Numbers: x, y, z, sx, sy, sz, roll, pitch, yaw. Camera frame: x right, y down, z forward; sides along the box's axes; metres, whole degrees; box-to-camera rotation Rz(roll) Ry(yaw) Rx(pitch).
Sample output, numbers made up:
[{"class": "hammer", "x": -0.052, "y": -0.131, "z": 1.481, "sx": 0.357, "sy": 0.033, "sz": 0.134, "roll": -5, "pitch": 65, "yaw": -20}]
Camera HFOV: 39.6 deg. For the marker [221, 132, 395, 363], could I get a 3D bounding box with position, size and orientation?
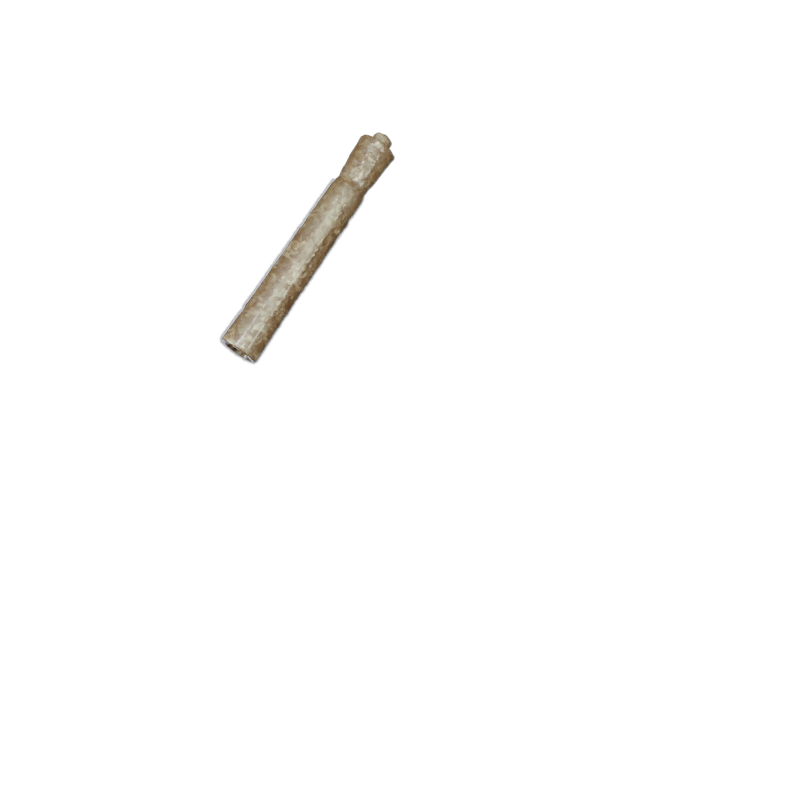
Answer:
[{"class": "marker", "x": -0.039, "y": -0.071, "z": 0.499, "sx": 0.020, "sy": 0.123, "sz": 0.019, "roll": 31, "pitch": -15, "yaw": 5}]
